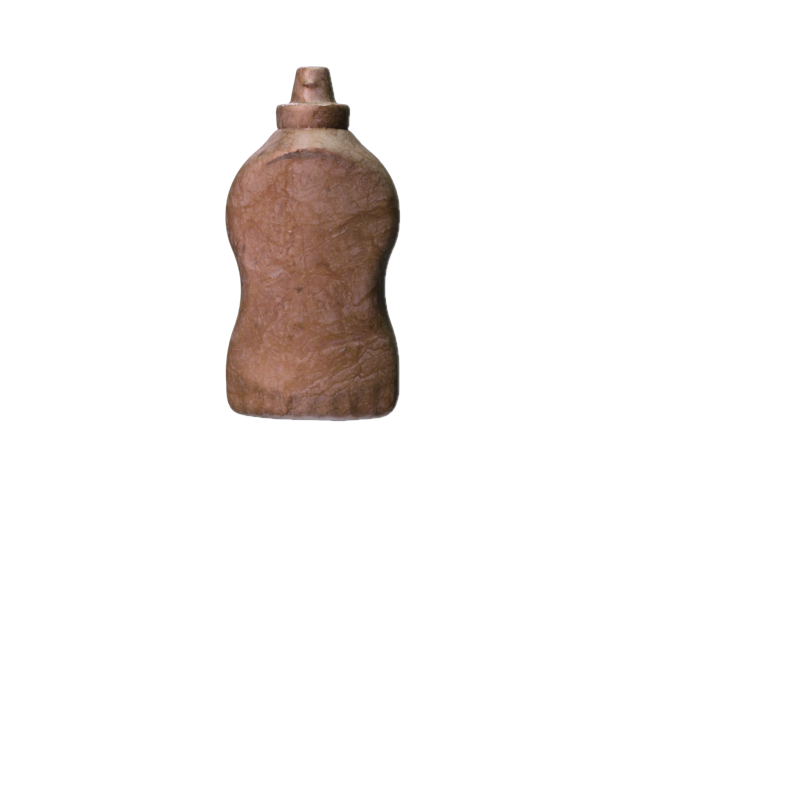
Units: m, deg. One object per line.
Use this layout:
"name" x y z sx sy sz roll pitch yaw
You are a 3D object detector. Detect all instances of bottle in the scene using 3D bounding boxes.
"bottle" -0.048 -0.088 0.615 0.097 0.190 0.058 1 5 7
